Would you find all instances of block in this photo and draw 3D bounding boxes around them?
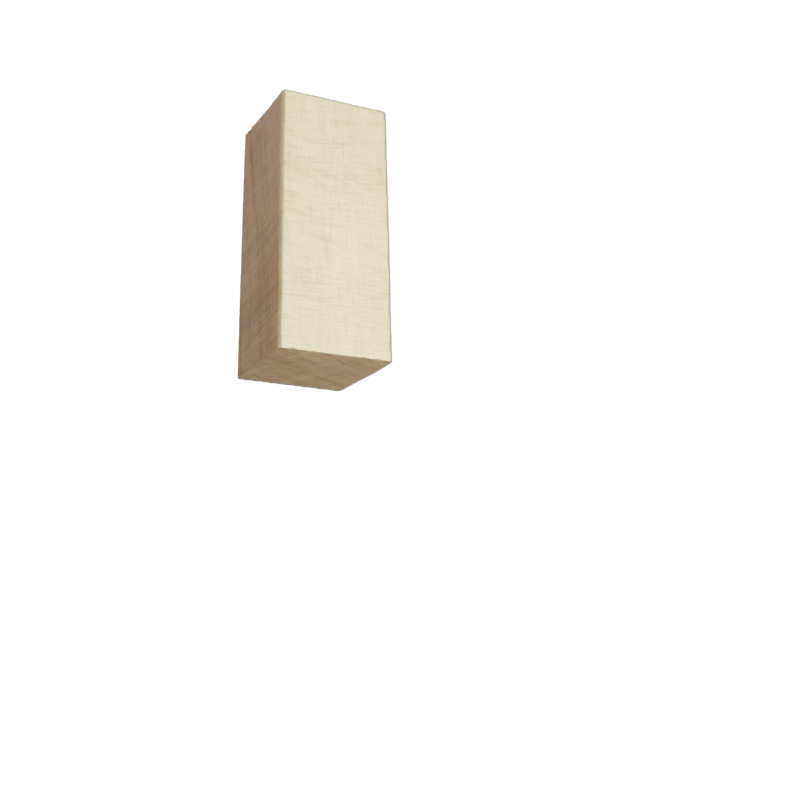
[{"bbox_3d":[-0.067,-0.122,0.855,0.087,0.217,0.089,9,-23,-25],"label":"block"}]
